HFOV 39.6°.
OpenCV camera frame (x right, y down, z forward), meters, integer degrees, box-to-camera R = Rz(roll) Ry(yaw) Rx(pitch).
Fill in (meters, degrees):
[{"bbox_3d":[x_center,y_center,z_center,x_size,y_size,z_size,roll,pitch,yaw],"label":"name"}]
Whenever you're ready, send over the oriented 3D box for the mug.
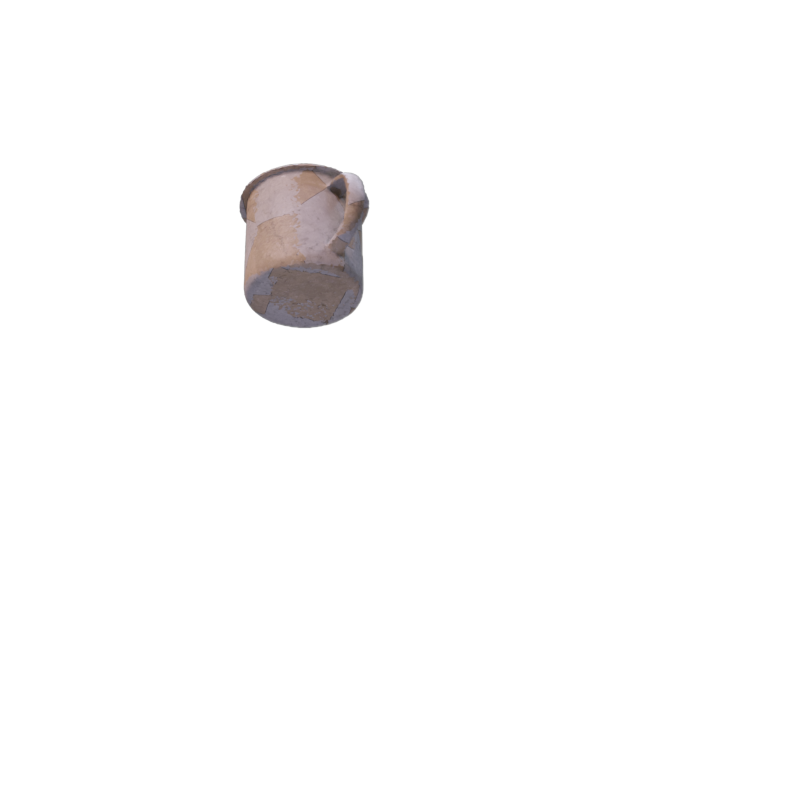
[{"bbox_3d":[-0.060,-0.109,0.762,0.088,0.087,0.115,21,-39,-30],"label":"mug"}]
